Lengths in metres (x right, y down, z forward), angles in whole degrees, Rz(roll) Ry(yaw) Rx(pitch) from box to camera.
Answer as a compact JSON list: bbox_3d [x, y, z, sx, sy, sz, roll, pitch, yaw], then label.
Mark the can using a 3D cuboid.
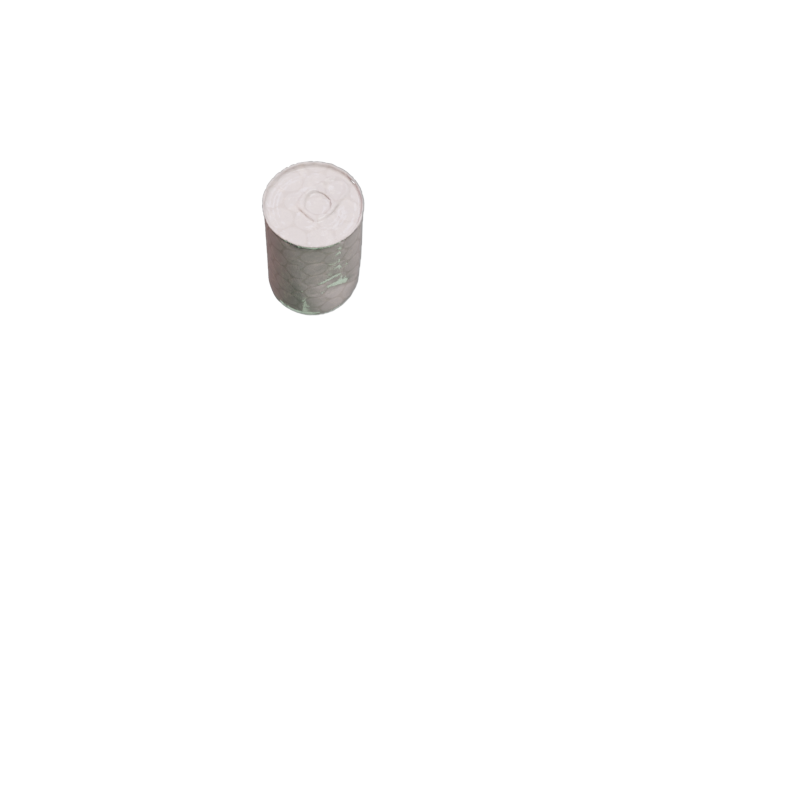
[{"bbox_3d":[-0.061,-0.111,0.776,0.068,0.073,0.096,0,-26,-3],"label":"can"}]
